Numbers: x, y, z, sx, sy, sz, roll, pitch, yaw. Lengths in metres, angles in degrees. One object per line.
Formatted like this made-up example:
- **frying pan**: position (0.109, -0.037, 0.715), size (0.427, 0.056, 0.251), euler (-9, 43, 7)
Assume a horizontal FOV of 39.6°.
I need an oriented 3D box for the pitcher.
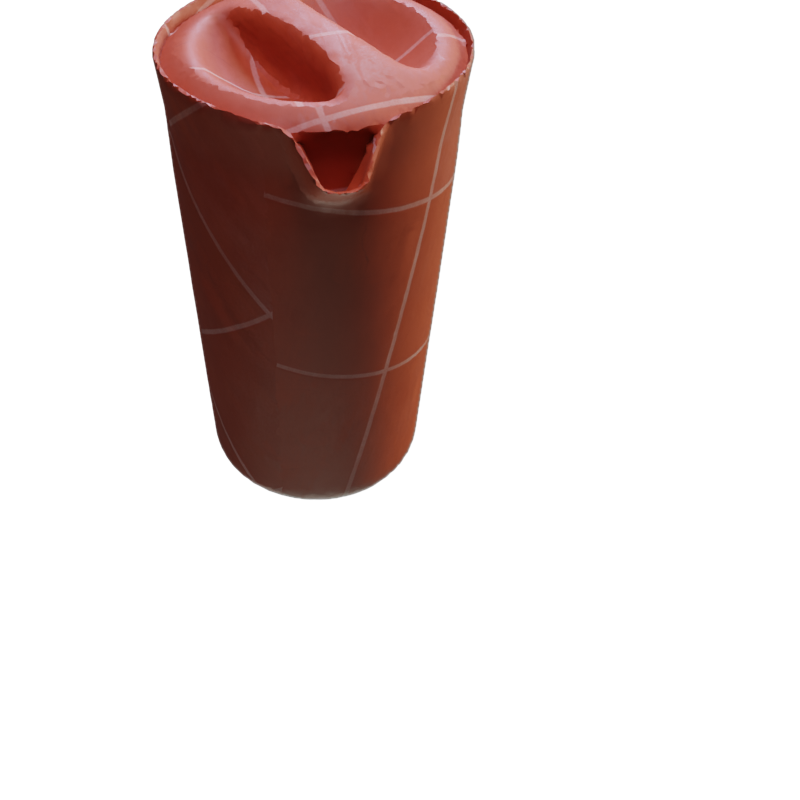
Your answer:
- **pitcher**: position (-0.042, -0.077, 0.537), size (0.152, 0.227, 0.152), euler (26, 46, 24)
